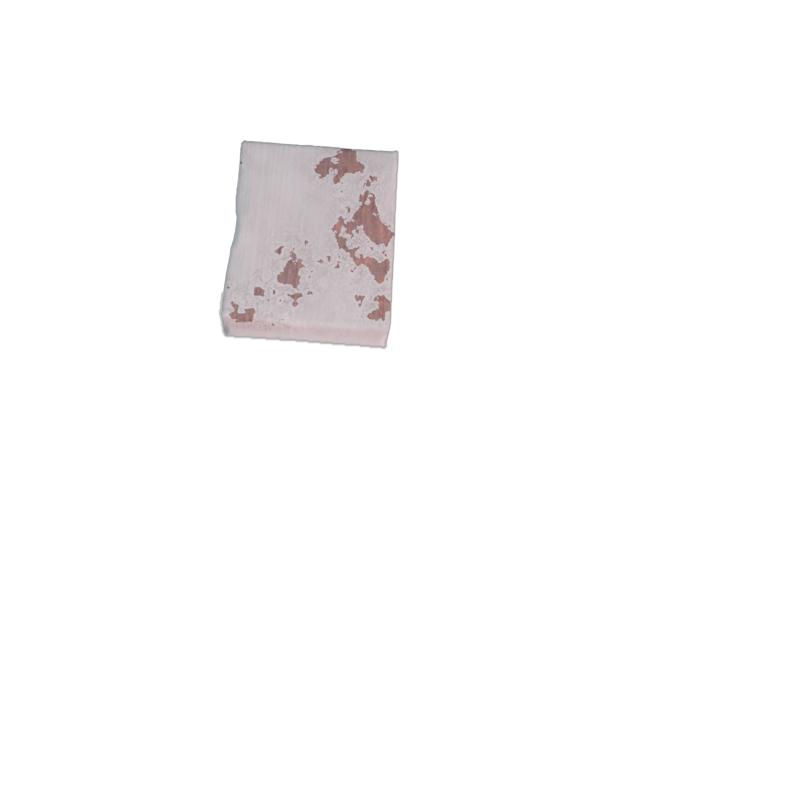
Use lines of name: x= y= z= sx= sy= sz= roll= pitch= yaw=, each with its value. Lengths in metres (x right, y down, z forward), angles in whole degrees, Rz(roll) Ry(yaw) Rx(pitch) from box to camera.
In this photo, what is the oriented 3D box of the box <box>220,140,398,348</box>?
box: x=-0.039 y=-0.071 z=0.497 sx=0.073 sy=0.094 sz=0.029 roll=4 pitch=-22 yaw=1
